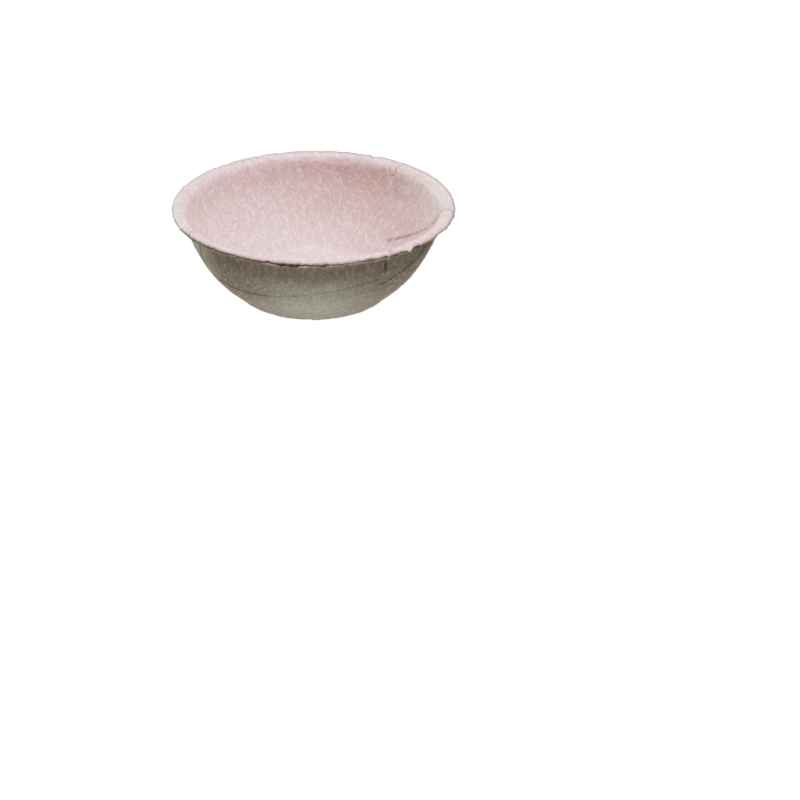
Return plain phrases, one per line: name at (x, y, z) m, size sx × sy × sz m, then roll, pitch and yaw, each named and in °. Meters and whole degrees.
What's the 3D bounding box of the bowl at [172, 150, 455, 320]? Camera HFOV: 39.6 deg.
bowl at (-0.050, -0.092, 0.644) m, size 0.162 × 0.052 × 0.172 m, roll -1°, pitch 31°, yaw -2°
